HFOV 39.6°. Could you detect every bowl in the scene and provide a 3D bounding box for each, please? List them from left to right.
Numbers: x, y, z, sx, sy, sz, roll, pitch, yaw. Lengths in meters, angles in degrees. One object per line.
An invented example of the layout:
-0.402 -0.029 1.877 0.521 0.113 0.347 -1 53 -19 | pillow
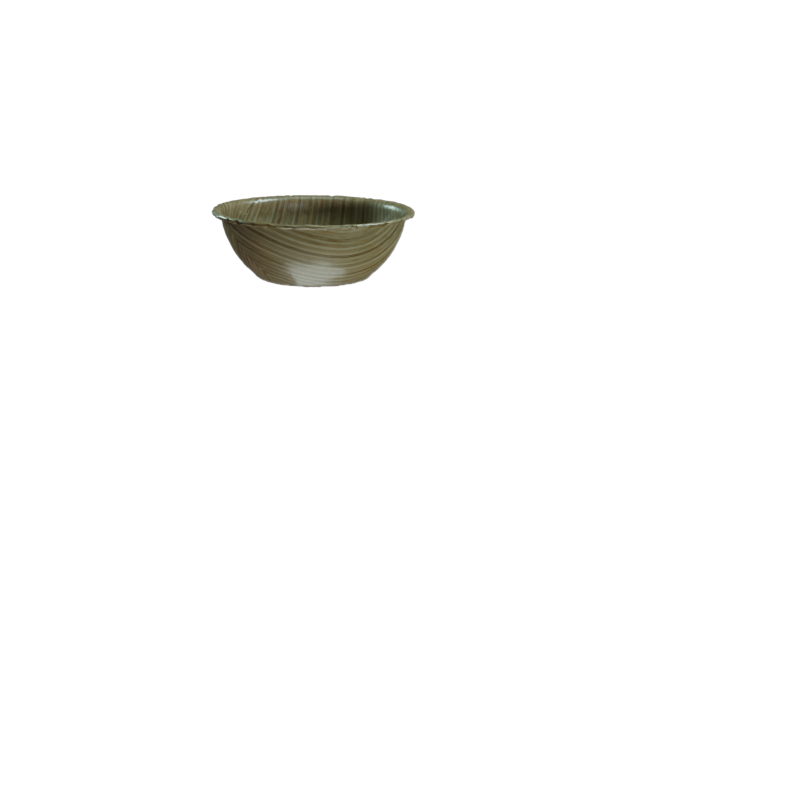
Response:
-0.069 -0.126 0.885 0.162 0.053 0.168 -1 17 -2 | bowl
